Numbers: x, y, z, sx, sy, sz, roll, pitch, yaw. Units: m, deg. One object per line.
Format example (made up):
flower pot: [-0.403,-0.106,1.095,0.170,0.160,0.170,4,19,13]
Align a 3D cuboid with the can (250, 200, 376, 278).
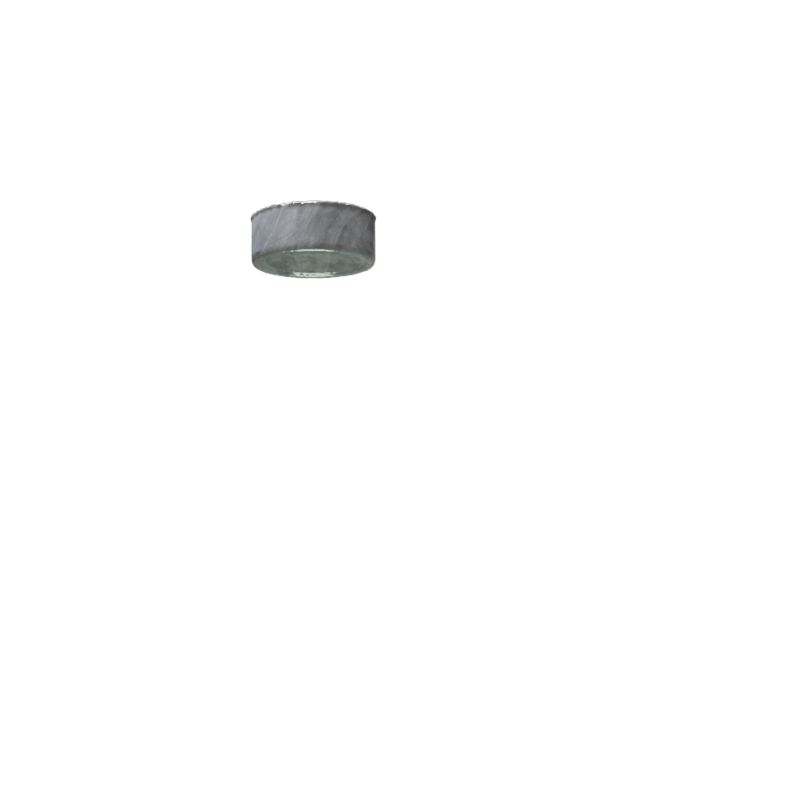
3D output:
can: [-0.059,-0.108,0.753,0.086,0.034,0.084,0,-8,-2]
